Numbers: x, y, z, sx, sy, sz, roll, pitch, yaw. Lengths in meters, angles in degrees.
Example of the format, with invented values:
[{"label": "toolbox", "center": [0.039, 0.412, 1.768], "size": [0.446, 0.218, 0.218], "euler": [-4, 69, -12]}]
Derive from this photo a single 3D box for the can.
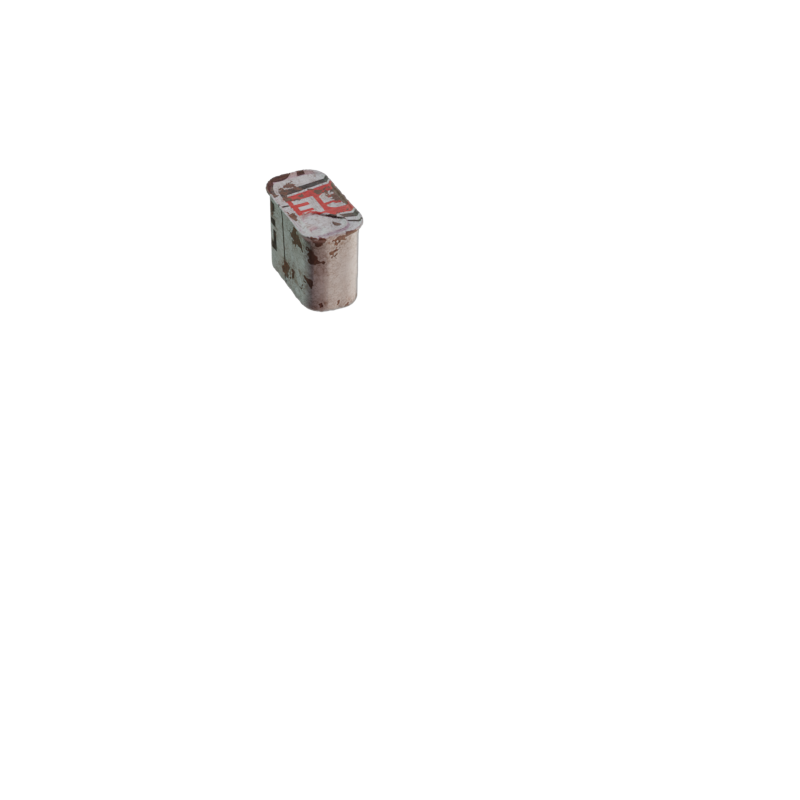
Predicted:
[{"label": "can", "center": [-0.075, -0.137, 0.960], "size": [0.057, 0.078, 0.110], "euler": [-17, 43, -22]}]
